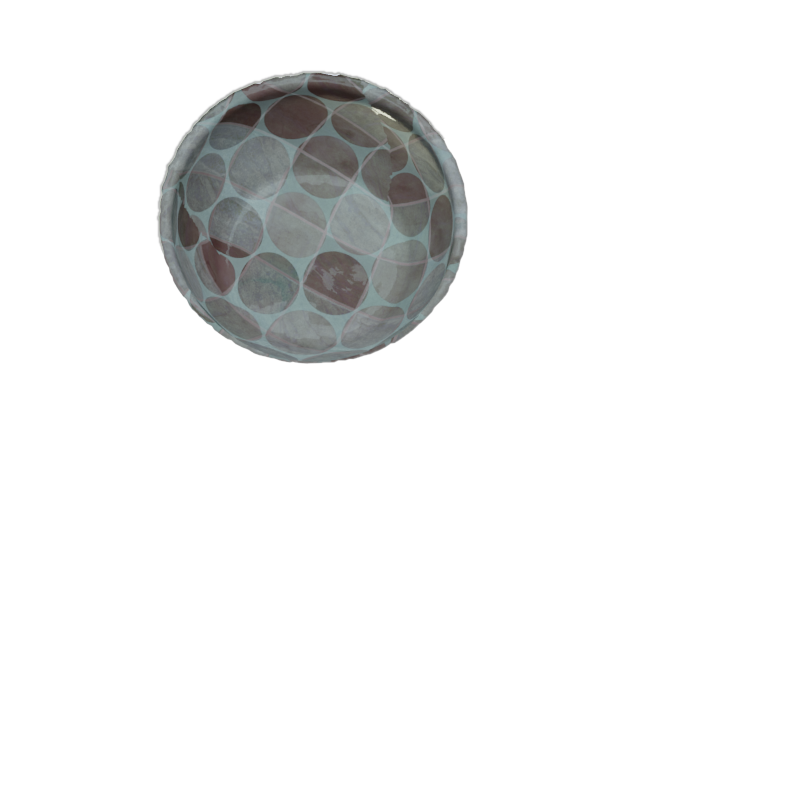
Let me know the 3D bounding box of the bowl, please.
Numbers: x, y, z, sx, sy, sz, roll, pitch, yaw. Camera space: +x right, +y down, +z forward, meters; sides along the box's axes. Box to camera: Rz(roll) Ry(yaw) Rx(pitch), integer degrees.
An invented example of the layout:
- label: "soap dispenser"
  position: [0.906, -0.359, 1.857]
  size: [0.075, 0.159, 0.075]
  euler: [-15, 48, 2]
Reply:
- label: "bowl"
  position: [-0.044, -0.079, 0.556]
  size: [0.162, 0.154, 0.058]
  euler: [1, 23, -1]
